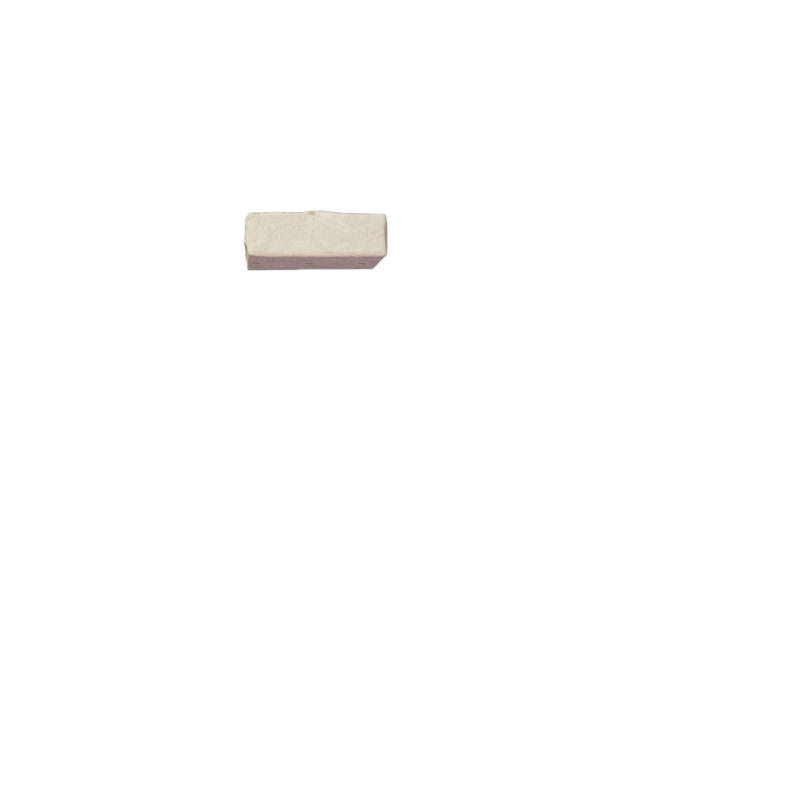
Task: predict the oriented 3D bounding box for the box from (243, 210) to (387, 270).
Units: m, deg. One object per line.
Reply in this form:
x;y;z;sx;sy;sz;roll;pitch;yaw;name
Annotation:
-0.056;-0.103;0.719;0.089;0.031;0.073;0;-1;-5;box
